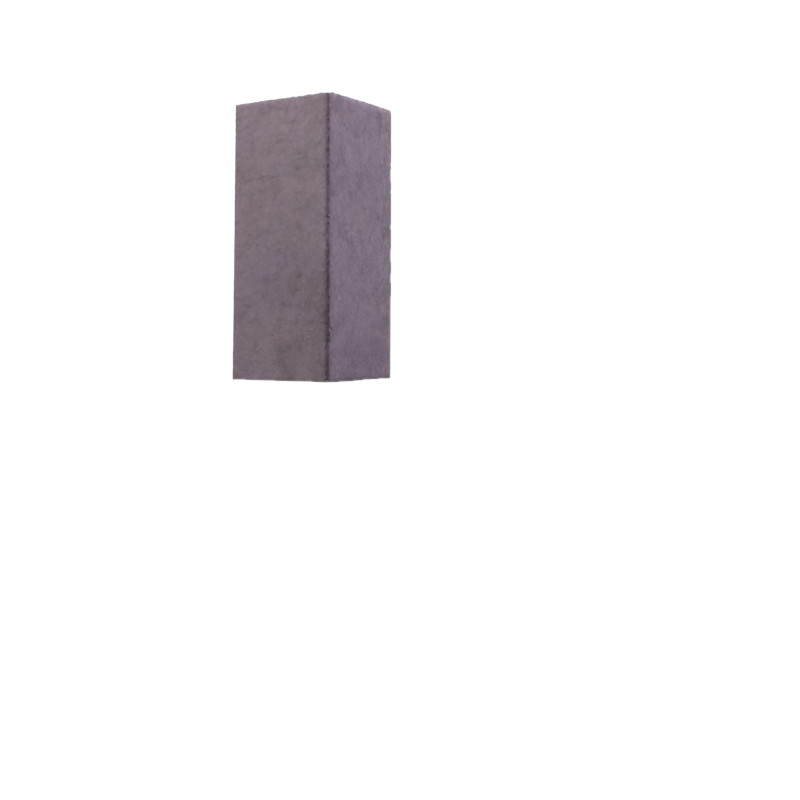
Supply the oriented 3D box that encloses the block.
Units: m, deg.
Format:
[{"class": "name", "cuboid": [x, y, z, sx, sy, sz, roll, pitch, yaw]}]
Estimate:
[{"class": "block", "cuboid": [-0.065, -0.120, 0.838, 0.094, 0.208, 0.086, -2, -4, 32]}]
